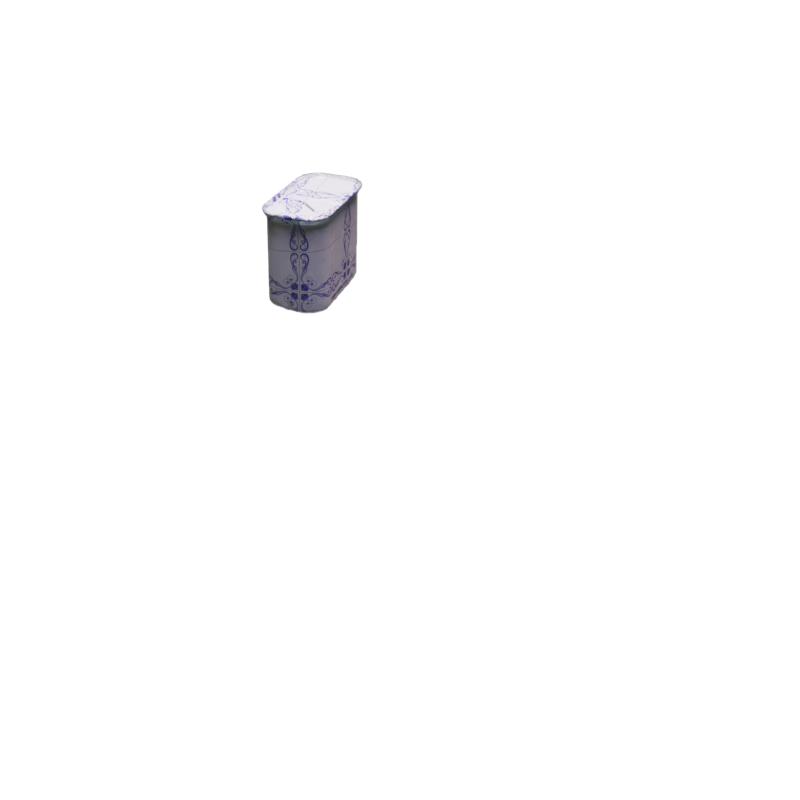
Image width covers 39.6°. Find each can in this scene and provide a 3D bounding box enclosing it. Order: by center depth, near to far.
[{"bbox_3d":[-0.071,-0.130,0.908,0.059,0.079,0.105,10,29,17],"label":"can"}]
